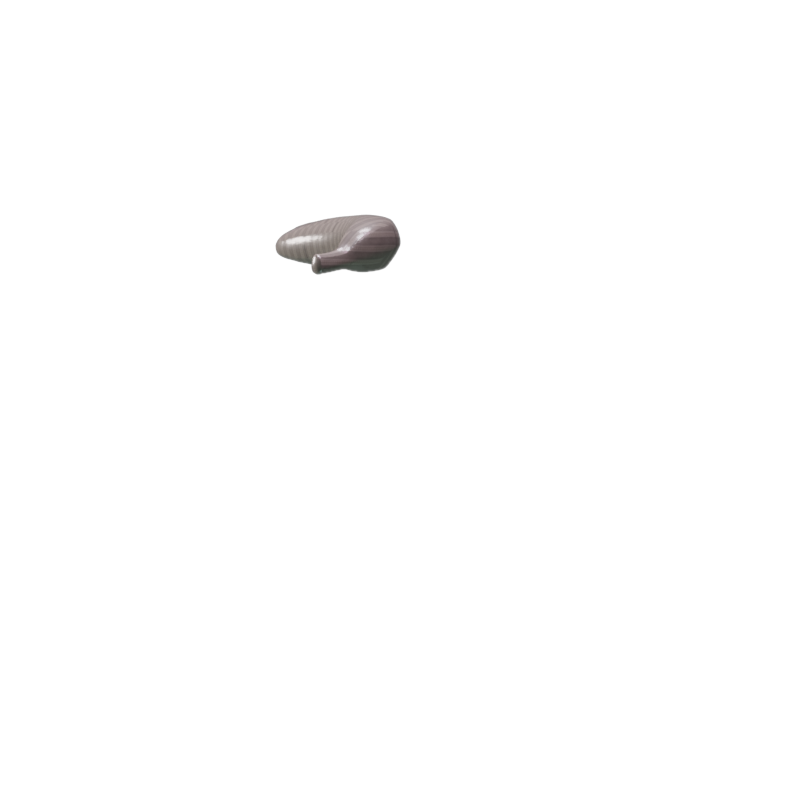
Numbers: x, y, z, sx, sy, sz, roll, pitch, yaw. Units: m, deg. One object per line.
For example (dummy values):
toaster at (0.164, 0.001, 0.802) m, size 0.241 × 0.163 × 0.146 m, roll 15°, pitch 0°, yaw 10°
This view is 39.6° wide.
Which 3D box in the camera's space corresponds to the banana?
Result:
banana at (-0.041, -0.109, 0.761) m, size 0.069 × 0.036 × 0.203 m, roll -2°, pitch 9°, yaw -12°
